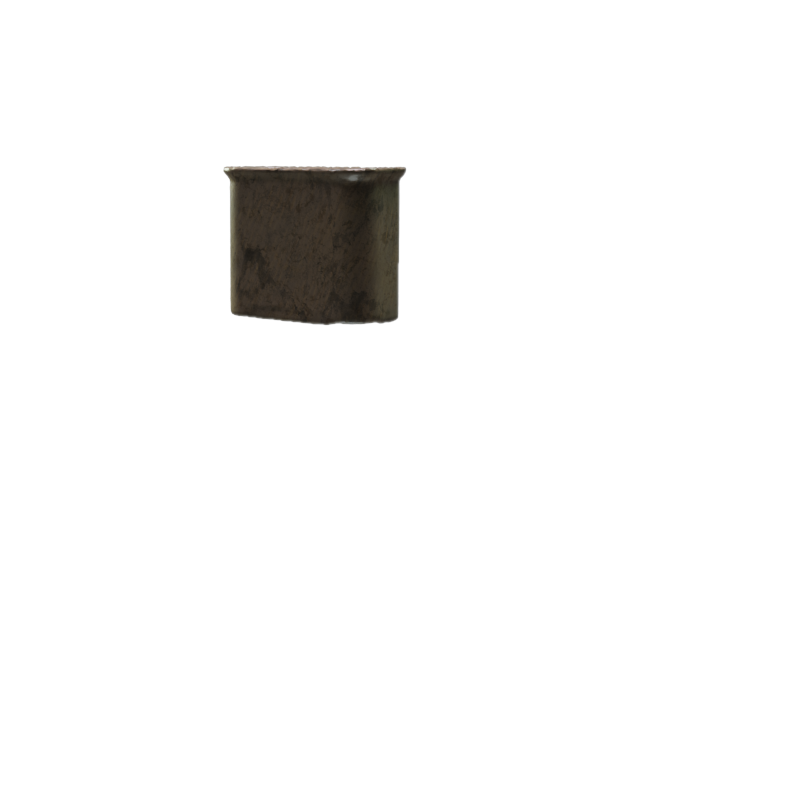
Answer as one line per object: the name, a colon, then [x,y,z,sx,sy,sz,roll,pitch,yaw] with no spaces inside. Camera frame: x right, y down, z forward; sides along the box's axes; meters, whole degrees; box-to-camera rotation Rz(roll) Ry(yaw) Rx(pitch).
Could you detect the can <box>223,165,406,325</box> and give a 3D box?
can: [-0.048,-0.088,0.617,0.106,0.083,0.056,7,10,33]
